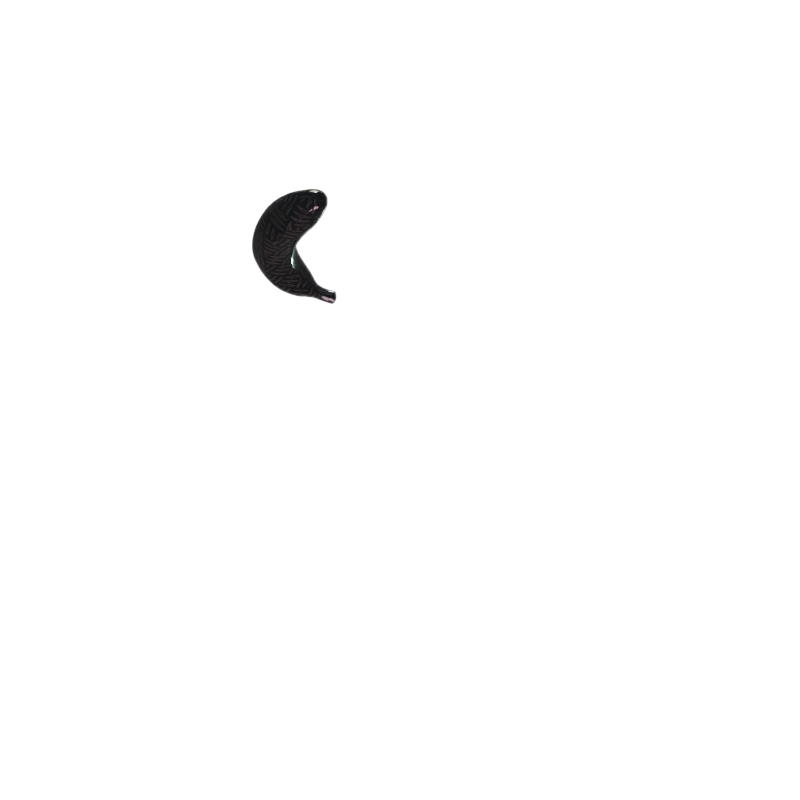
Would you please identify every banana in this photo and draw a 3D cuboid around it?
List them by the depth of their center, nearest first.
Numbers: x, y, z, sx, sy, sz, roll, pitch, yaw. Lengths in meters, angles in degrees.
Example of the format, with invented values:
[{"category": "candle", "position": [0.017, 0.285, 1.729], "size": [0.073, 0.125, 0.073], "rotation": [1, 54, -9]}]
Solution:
[{"category": "banana", "position": [-0.092, -0.132, 0.936], "size": [0.070, 0.038, 0.188], "rotation": [0, -18, 0]}]
